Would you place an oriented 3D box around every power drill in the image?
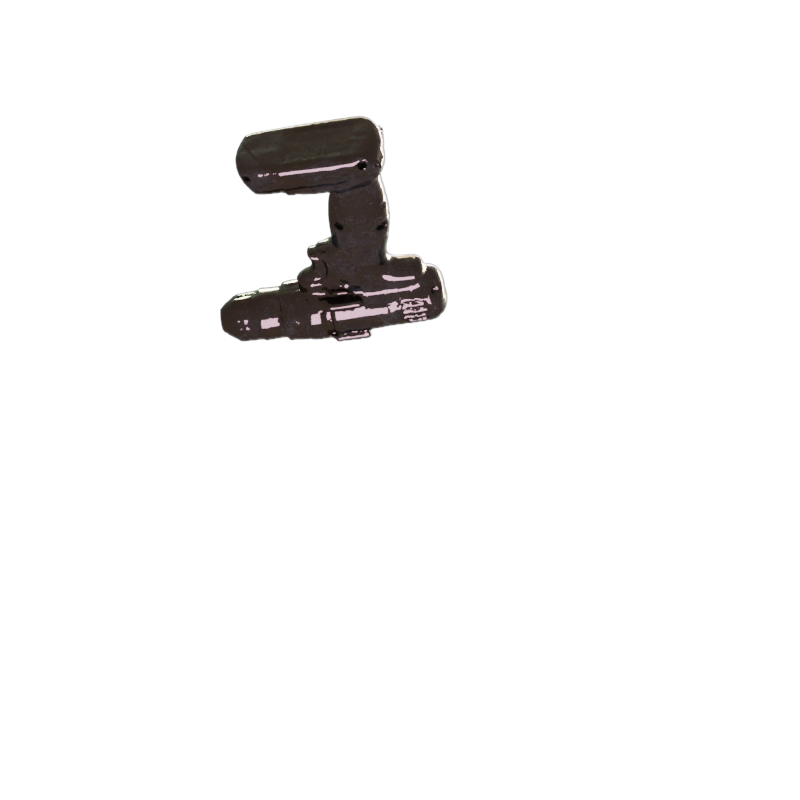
[{"bbox_3d":[-0.066,-0.121,0.847,0.186,0.062,0.173,-8,-45,8],"label":"power drill"}]
